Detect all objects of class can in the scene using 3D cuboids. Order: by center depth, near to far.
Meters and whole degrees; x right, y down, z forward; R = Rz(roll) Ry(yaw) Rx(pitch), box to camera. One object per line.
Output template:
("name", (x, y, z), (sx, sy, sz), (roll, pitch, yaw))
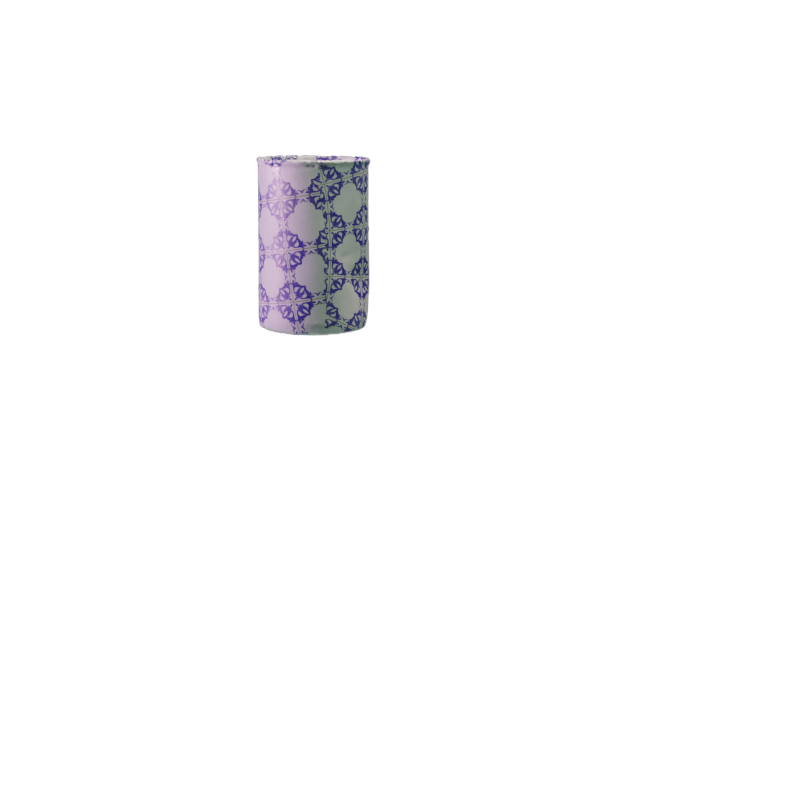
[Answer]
("can", (-0.052, -0.096, 0.669), (0.068, 0.100, 0.070), (0, 10, -2))
